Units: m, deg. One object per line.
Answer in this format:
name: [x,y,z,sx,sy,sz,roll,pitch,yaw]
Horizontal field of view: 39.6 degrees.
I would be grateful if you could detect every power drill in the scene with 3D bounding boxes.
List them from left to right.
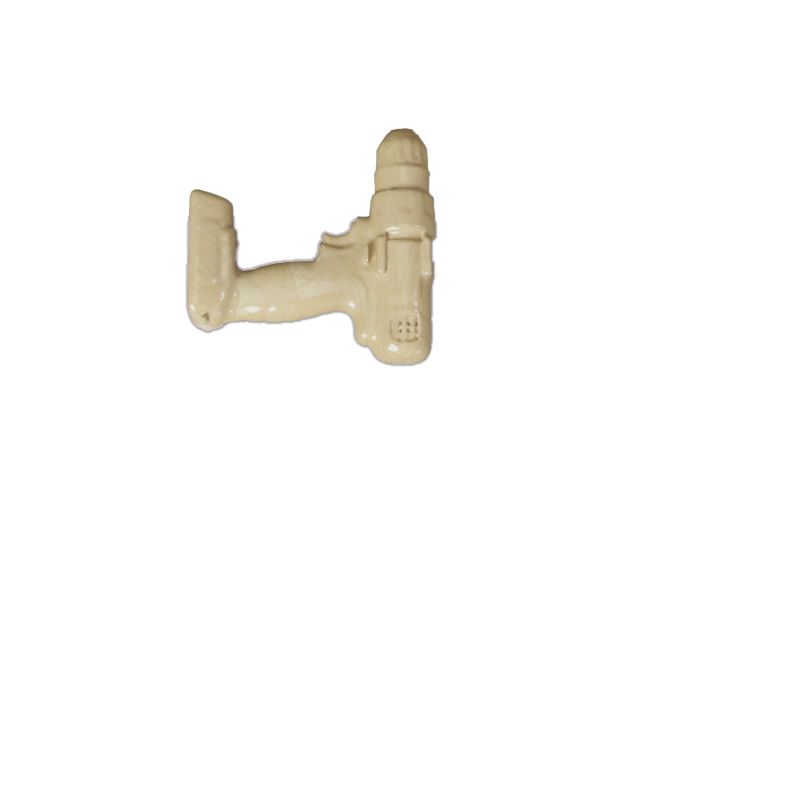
power drill: [-0.066,-0.120,0.840,0.187,0.192,0.055,0,-16,0]
